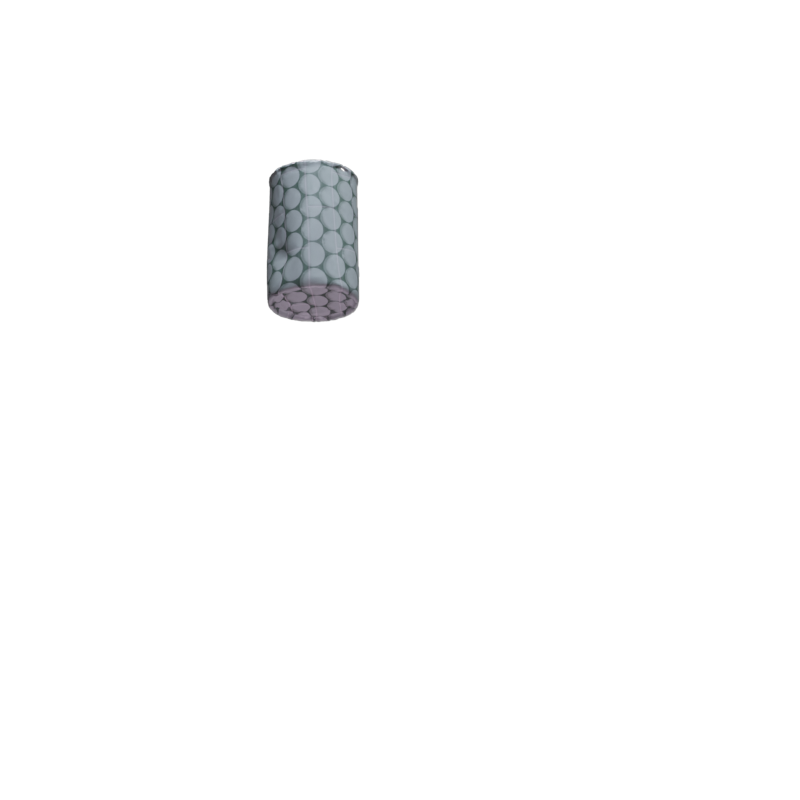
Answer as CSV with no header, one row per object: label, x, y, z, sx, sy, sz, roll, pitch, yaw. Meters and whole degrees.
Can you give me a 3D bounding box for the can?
can,-0.064,-0.117,0.816,0.068,0.108,0.065,0,-23,-2
